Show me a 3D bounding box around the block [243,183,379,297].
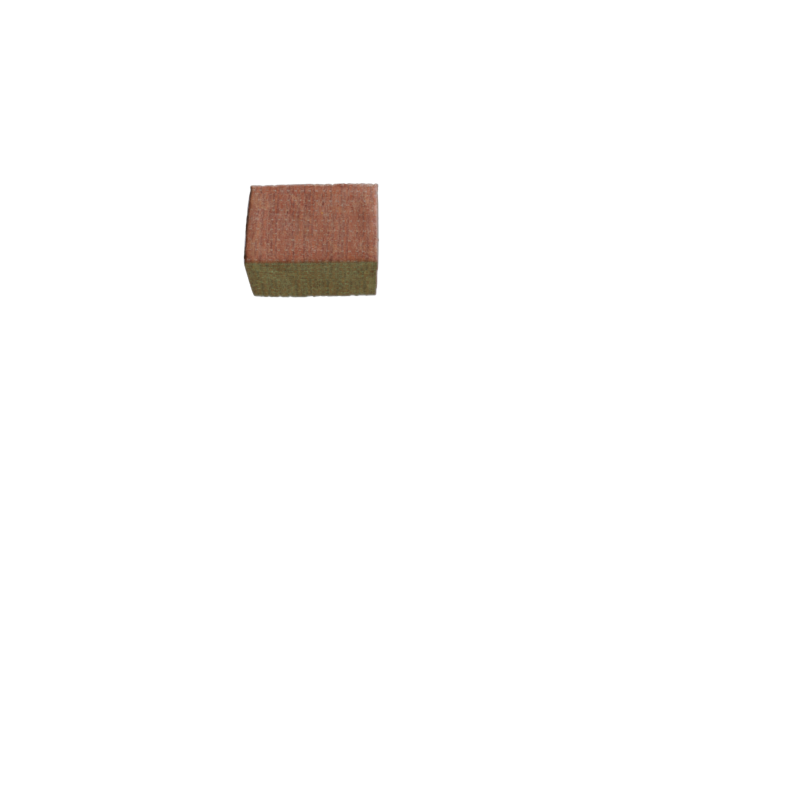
[{"bbox_3d":[-0.052,-0.094,0.661,0.078,0.054,0.050,-1,-21,0],"label":"block"}]
